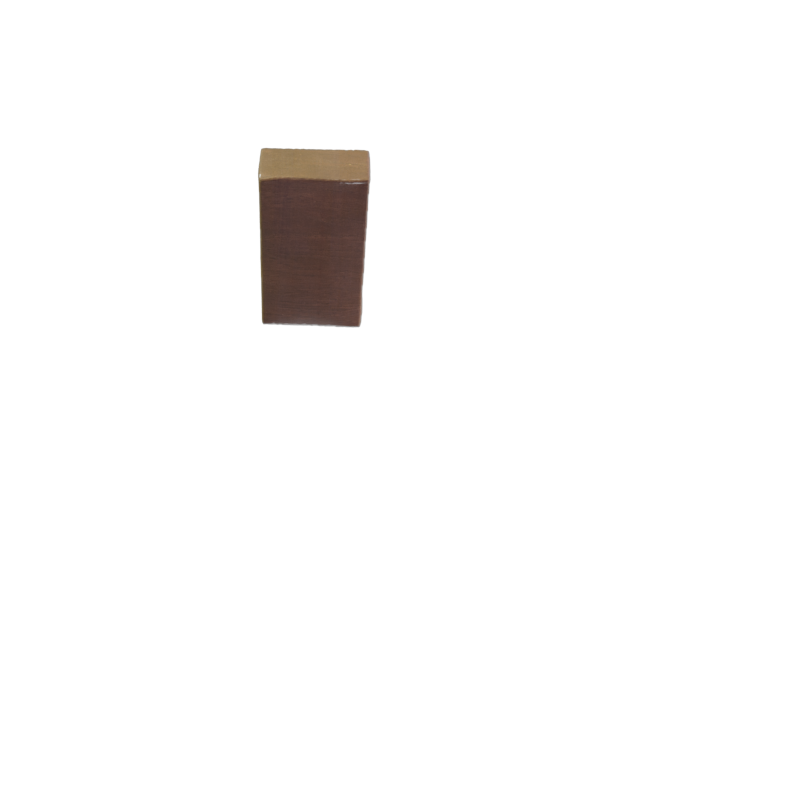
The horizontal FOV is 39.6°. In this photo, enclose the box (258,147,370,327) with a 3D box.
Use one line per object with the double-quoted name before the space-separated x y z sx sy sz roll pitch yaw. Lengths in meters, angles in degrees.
"box" -0.075 -0.137 0.961 0.093 0.051 0.164 2 -40 -2
